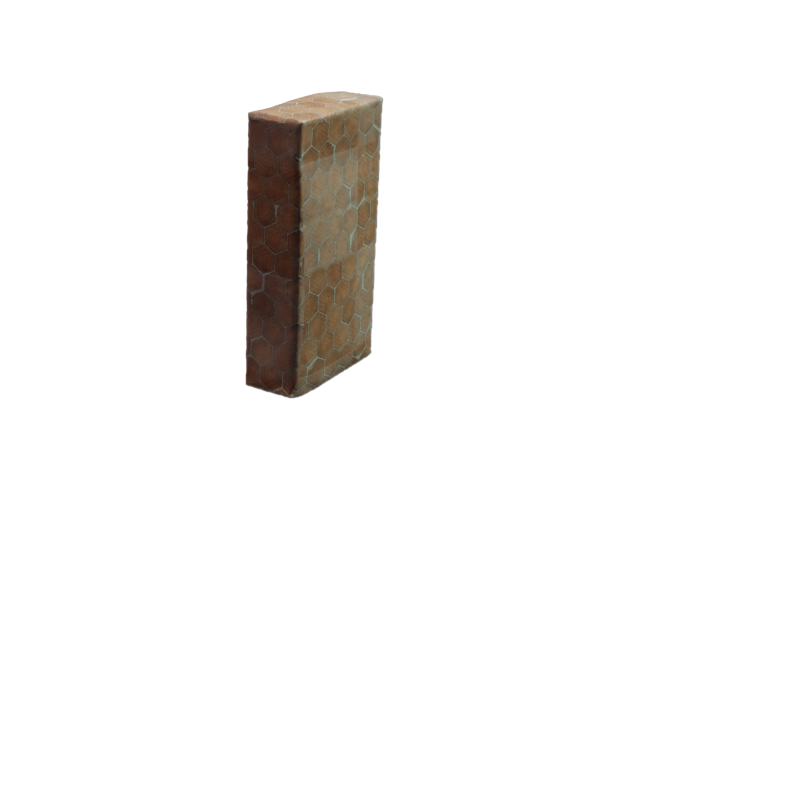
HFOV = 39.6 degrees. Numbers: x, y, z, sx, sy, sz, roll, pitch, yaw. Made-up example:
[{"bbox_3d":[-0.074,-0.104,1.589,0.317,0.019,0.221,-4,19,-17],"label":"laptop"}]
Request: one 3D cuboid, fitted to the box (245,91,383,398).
[{"bbox_3d":[-0.054,-0.099,0.690,0.050,0.169,0.093,12,22,29],"label":"box"}]
